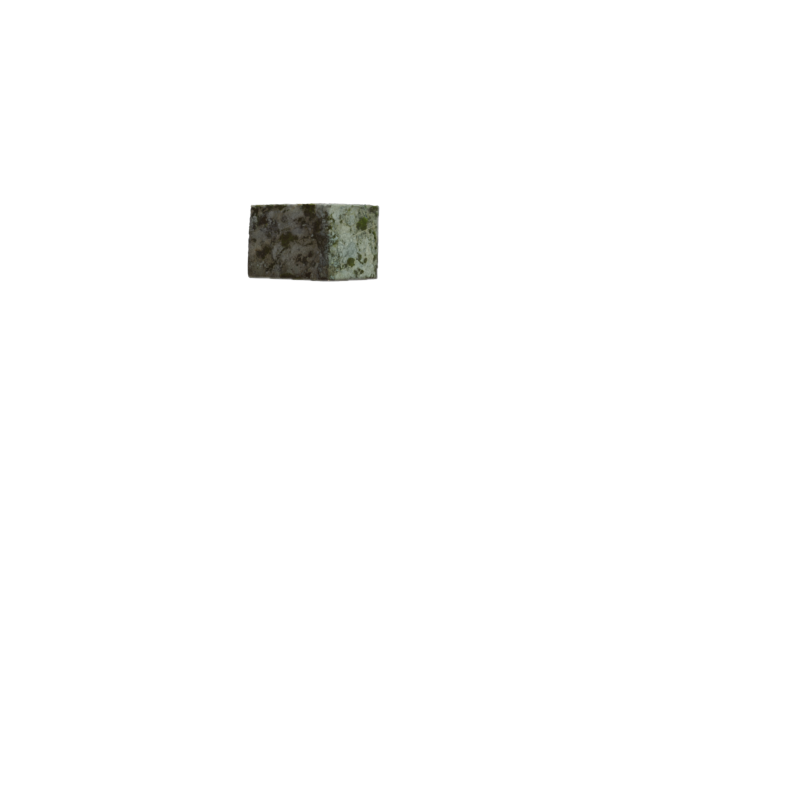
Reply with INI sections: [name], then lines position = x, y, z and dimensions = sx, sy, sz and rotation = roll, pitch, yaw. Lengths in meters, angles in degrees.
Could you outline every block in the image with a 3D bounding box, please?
[block]
position = -0.059, -0.108, 0.760
dimensions = 0.081, 0.051, 0.051
rotation = 5, 7, 40
